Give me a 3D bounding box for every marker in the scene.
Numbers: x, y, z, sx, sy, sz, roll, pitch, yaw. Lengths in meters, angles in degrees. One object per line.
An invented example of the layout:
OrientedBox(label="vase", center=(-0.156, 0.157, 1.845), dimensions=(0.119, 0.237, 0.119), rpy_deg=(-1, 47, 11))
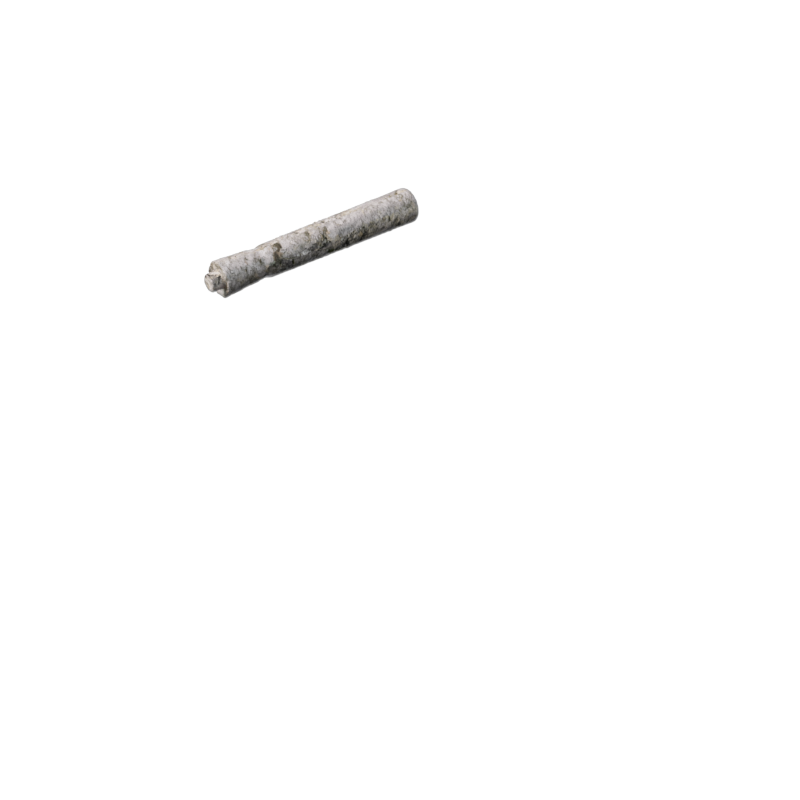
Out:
OrientedBox(label="marker", center=(-0.043, -0.079, 0.551), dimensions=(0.120, 0.019, 0.020), rpy_deg=(-26, 17, -28))
